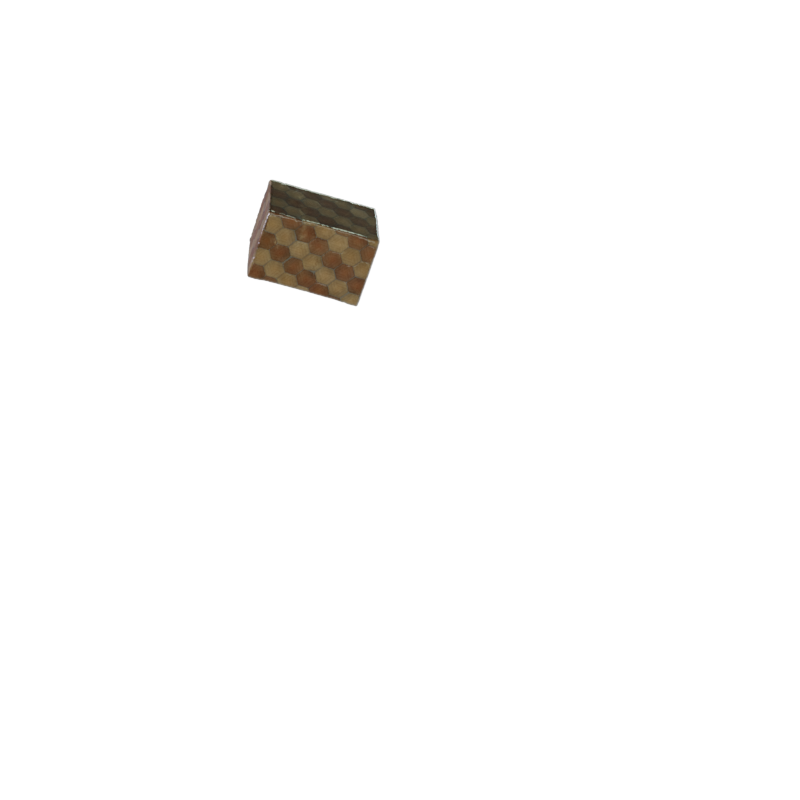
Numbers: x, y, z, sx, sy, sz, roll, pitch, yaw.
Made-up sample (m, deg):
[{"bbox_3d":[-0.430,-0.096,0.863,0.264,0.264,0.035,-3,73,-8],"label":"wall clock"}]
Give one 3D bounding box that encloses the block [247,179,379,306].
[{"bbox_3d":[-0.058,-0.106,0.743,0.077,0.050,0.054,15,29,-10],"label":"block"}]
